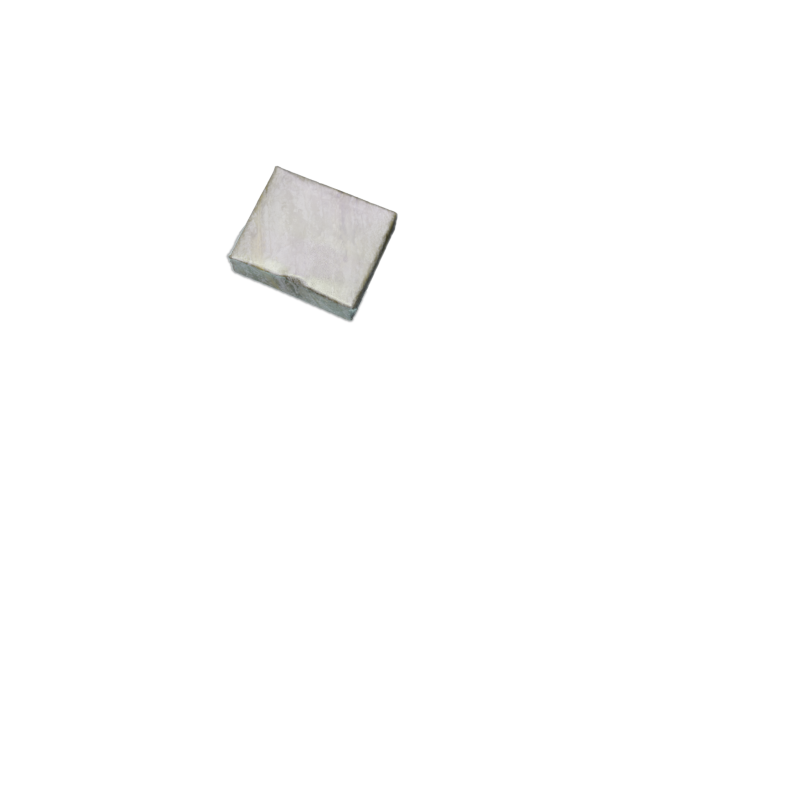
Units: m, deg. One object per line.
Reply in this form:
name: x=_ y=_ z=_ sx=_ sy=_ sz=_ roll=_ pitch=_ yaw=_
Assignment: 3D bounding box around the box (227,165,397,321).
box: x=-0.057 y=-0.103 z=0.721 sx=0.091 sy=0.075 sz=0.029 roll=23 pitch=-20 yaw=8
